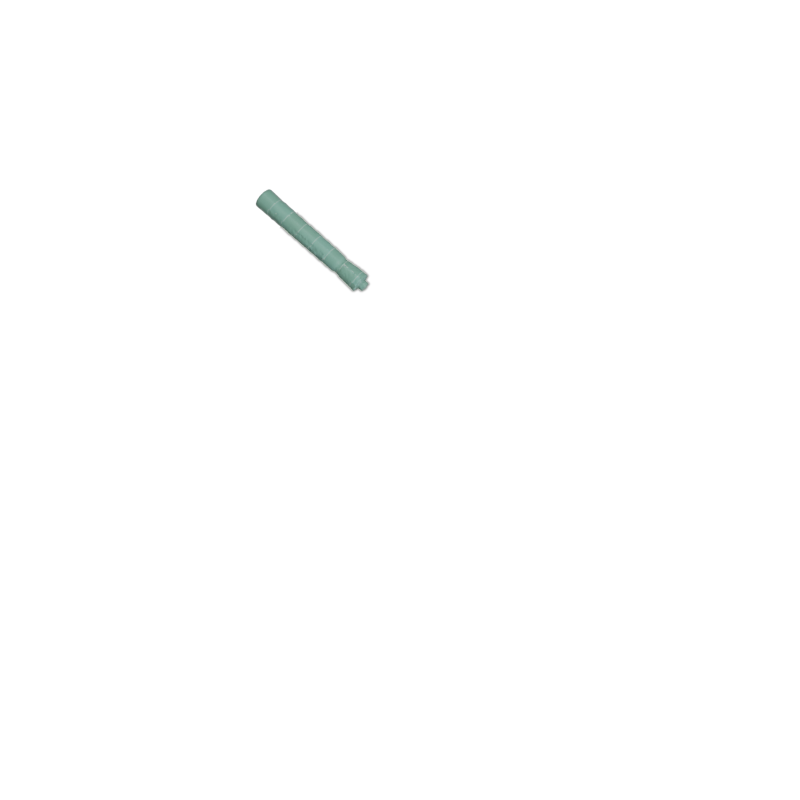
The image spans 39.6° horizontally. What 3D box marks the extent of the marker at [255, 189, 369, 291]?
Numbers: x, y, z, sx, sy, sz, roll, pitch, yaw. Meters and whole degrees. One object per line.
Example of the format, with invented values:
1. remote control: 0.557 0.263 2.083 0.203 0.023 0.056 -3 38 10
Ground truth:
1. marker: -0.074 -0.134 0.942 0.126 0.019 0.019 42 15 15
